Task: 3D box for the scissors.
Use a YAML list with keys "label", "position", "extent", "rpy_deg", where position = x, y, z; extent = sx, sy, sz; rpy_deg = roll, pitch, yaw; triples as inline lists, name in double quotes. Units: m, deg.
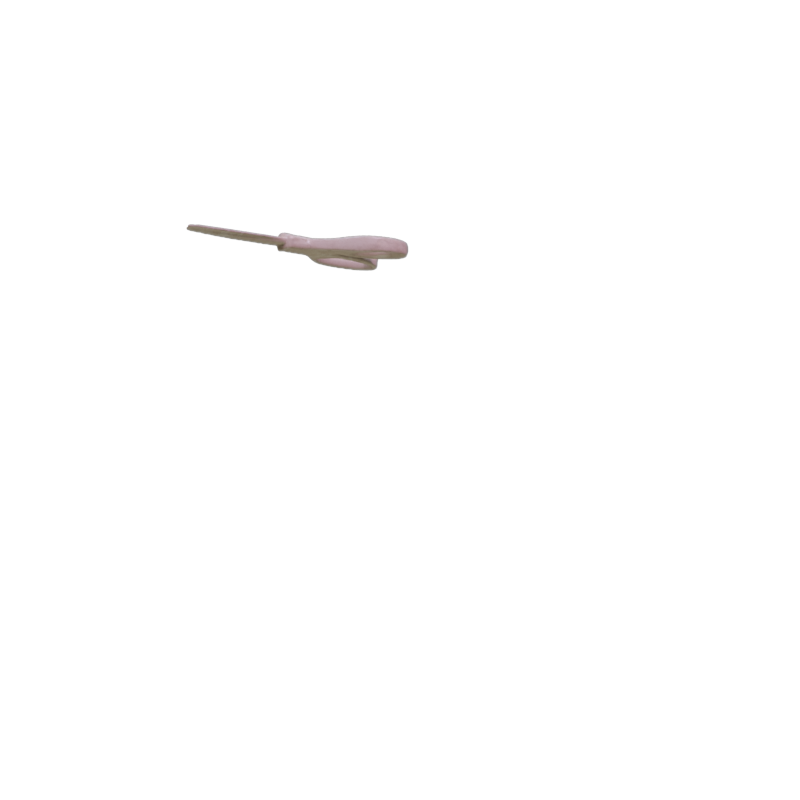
- label: "scissors"
  position: [-0.072, -0.130, 0.913]
  extent: [0.099, 0.016, 0.192]
  rpy_deg: [-4, -6, 36]
